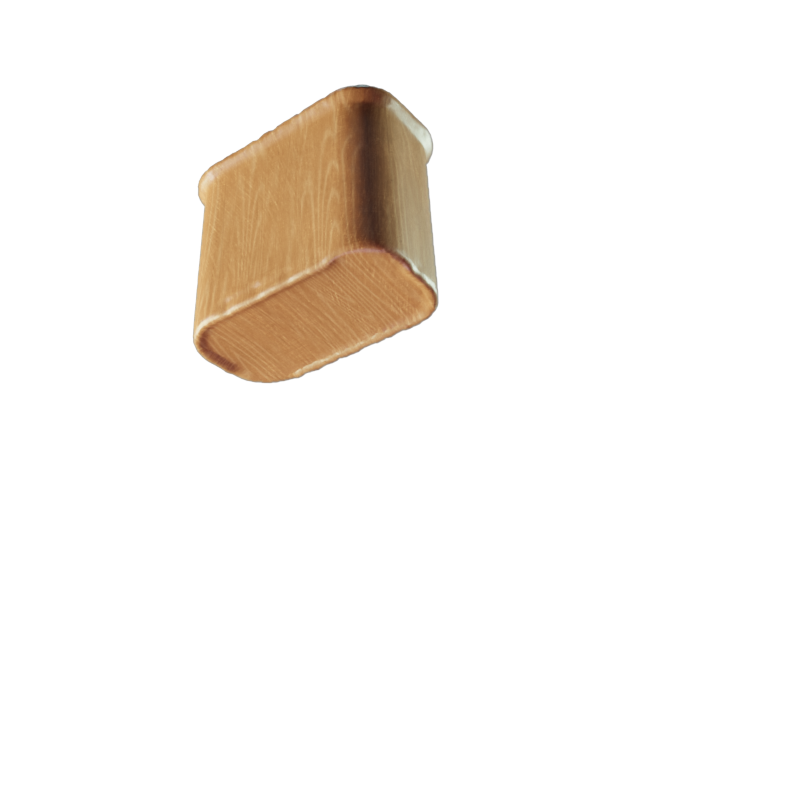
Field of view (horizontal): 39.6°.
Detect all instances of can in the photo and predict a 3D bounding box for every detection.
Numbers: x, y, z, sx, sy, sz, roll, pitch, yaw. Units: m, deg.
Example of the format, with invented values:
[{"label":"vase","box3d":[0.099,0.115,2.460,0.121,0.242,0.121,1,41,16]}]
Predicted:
[{"label":"can","box3d":[-0.035,-0.063,0.443,0.102,0.090,0.053,-25,-43,28]}]
